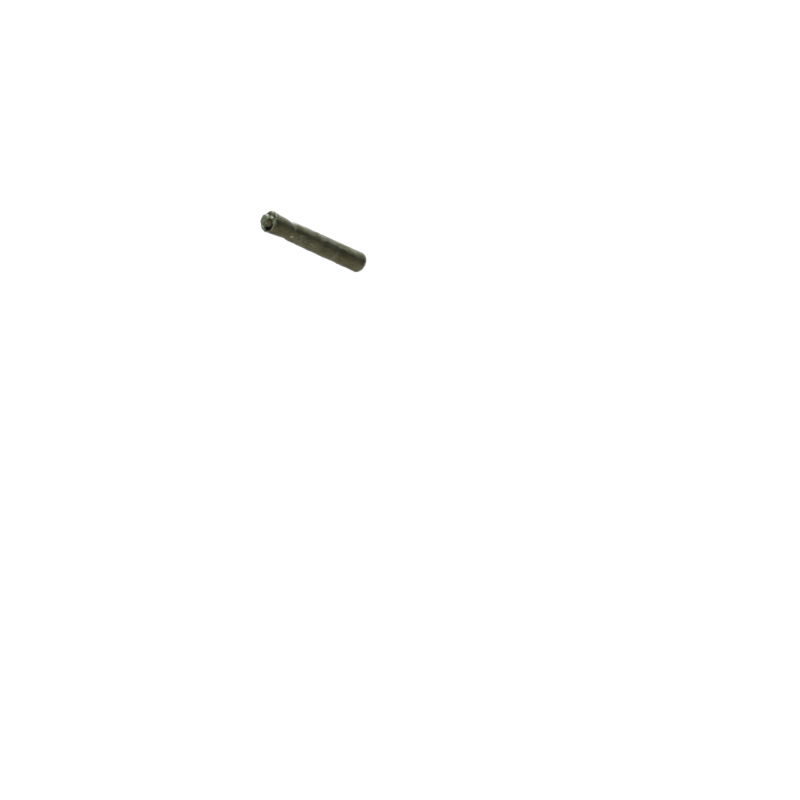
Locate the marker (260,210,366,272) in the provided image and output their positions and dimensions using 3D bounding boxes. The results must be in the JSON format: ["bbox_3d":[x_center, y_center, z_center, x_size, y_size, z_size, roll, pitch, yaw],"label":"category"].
[{"bbox_3d":[-0.075,-0.137,0.963,0.021,0.020,0.113,4,-11,45],"label":"marker"}]
